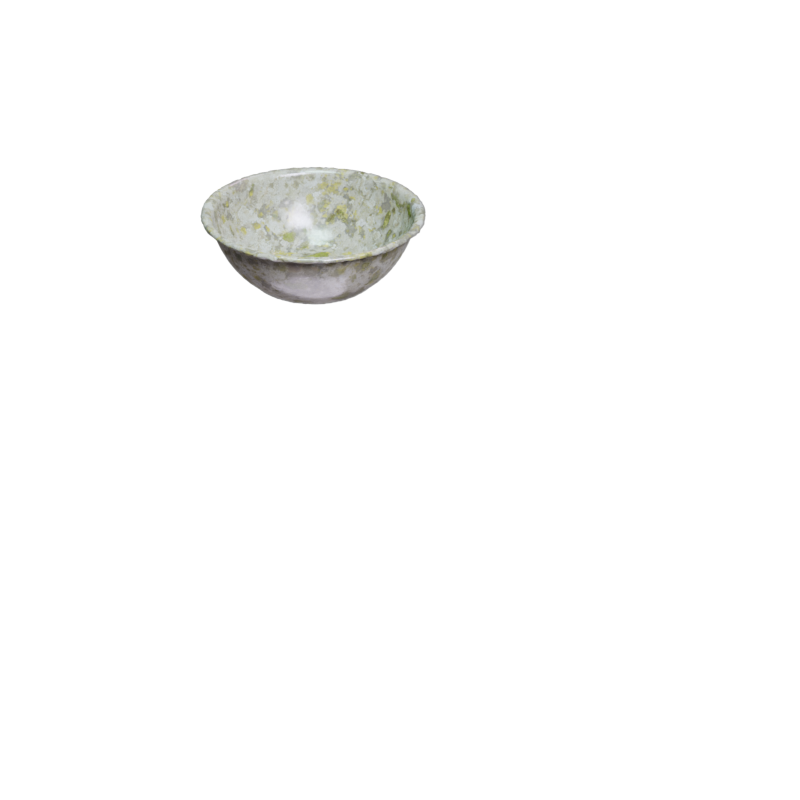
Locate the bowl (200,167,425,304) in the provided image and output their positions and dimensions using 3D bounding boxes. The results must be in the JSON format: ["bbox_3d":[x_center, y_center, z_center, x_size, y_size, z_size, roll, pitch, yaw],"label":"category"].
[{"bbox_3d":[-0.063,-0.115,0.808,0.162,0.052,0.172,-1,32,-2],"label":"bowl"}]
